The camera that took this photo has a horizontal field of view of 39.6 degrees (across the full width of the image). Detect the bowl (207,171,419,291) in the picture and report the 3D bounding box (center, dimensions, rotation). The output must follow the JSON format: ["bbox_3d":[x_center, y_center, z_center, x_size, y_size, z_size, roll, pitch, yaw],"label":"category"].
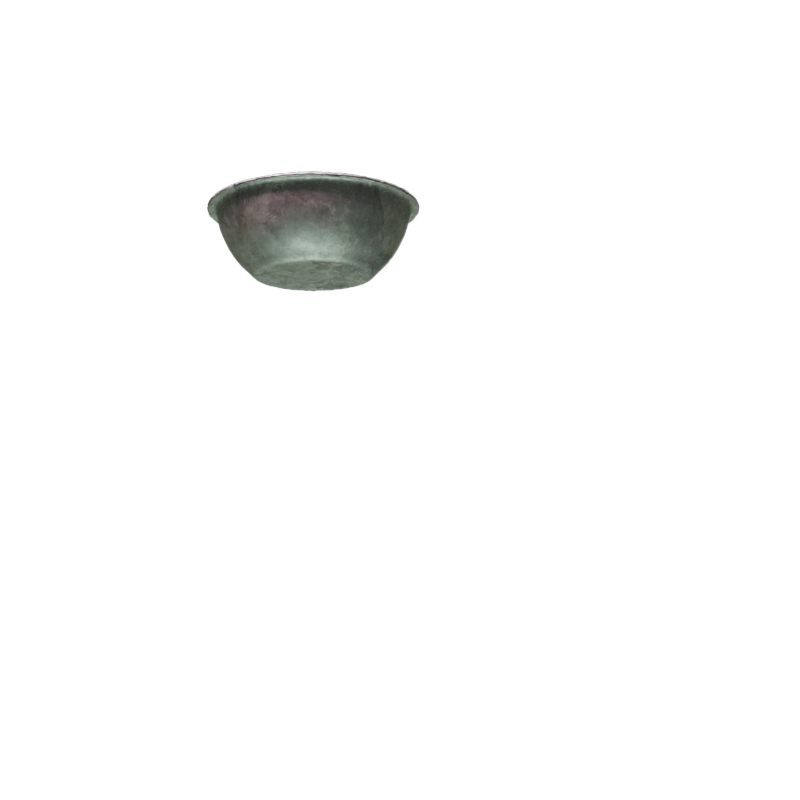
[{"bbox_3d":[-0.066,-0.120,0.839,0.162,0.057,0.157,0,-10,-2],"label":"bowl"}]
